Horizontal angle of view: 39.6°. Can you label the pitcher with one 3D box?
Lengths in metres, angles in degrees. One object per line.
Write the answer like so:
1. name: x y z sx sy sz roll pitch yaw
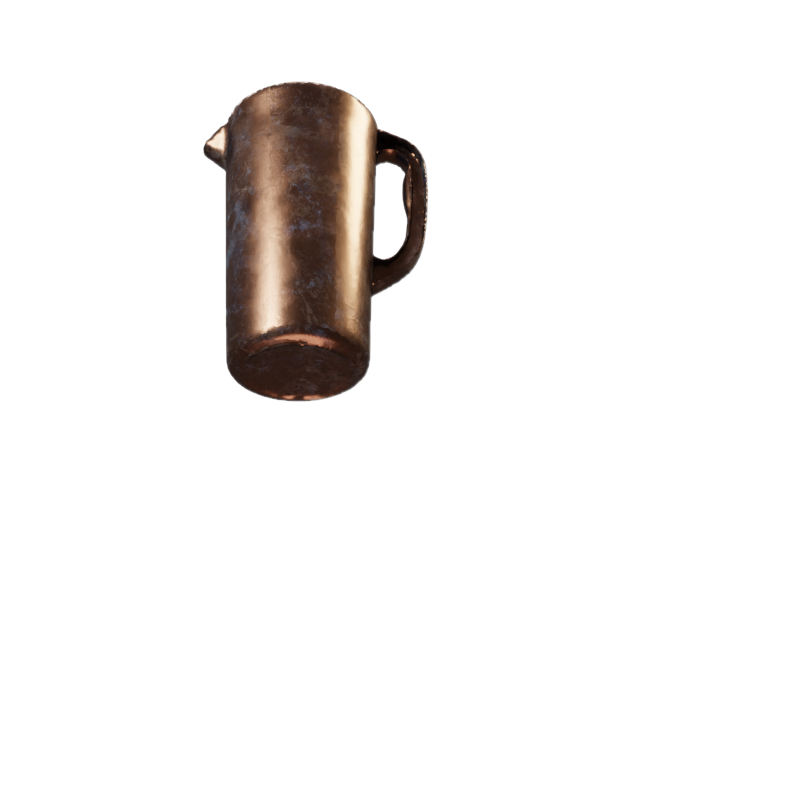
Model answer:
1. pitcher: -0.070 -0.127 0.893 0.149 0.260 0.135 -26 -39 32
